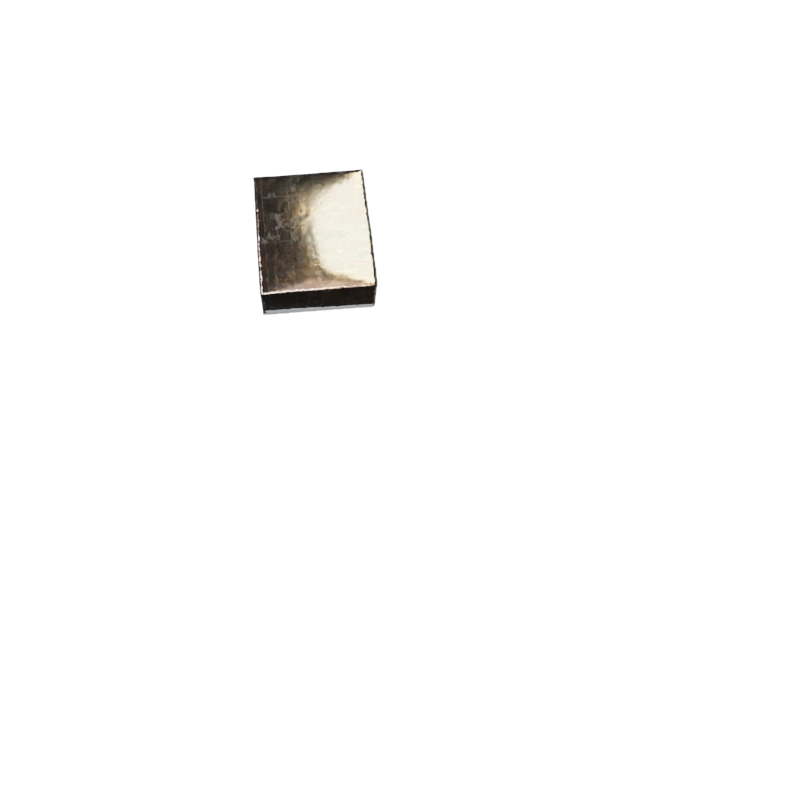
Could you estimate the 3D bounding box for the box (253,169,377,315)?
[{"bbox_3d":[-0.069,-0.126,0.880,0.089,0.121,0.036,-5,-31,-4],"label":"box"}]
